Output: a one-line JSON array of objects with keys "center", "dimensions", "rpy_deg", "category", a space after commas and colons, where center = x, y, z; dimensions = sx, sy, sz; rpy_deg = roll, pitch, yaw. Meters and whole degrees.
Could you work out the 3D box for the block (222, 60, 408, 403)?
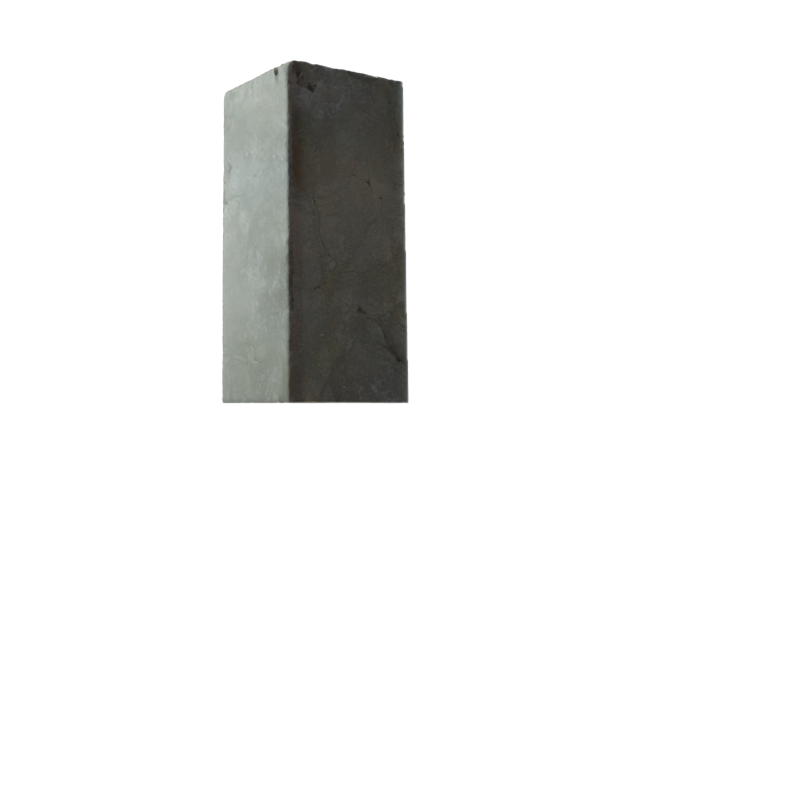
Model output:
[{"center": [-0.057, -0.102, 0.716], "dimensions": [0.086, 0.210, 0.093], "rpy_deg": [4, -8, -35], "category": "block"}]
